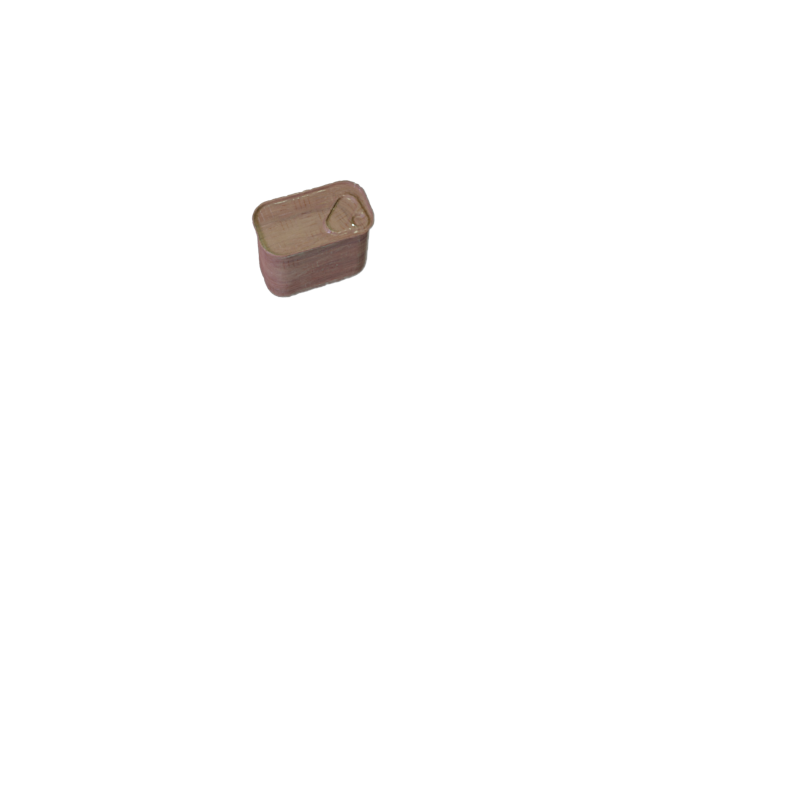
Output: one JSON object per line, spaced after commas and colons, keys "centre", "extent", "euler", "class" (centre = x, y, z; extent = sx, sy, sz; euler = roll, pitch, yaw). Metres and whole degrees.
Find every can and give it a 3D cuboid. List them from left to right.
{"centre": [-0.076, -0.140, 0.978], "extent": [0.101, 0.061, 0.079], "euler": [-17, -23, -10], "class": "can"}
